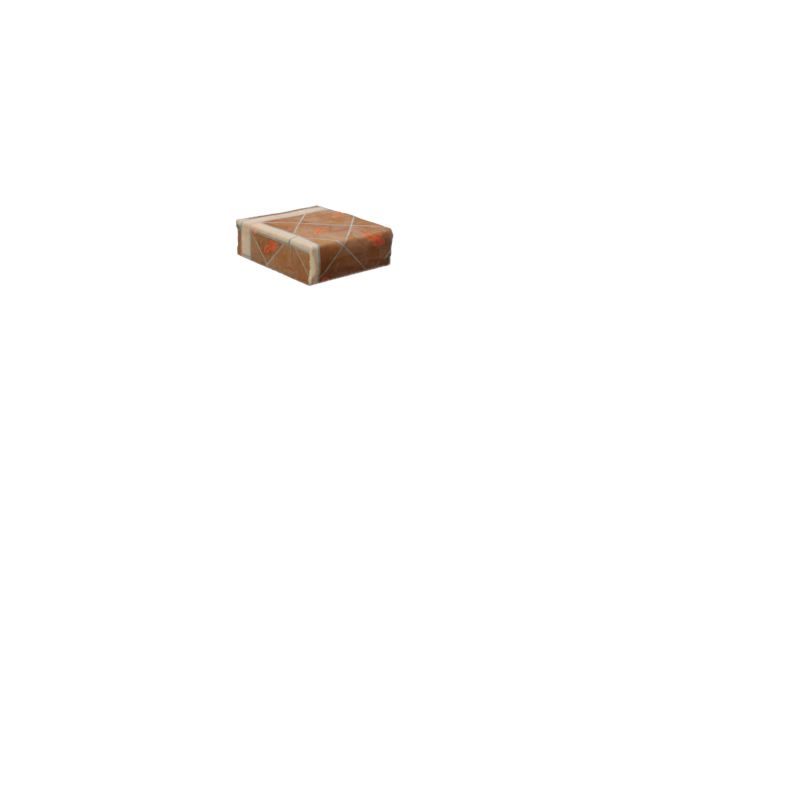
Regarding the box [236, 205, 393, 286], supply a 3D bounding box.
[{"bbox_3d":[-0.061,-0.111,0.775,0.072,0.029,0.095,-17,28,-36],"label":"box"}]
